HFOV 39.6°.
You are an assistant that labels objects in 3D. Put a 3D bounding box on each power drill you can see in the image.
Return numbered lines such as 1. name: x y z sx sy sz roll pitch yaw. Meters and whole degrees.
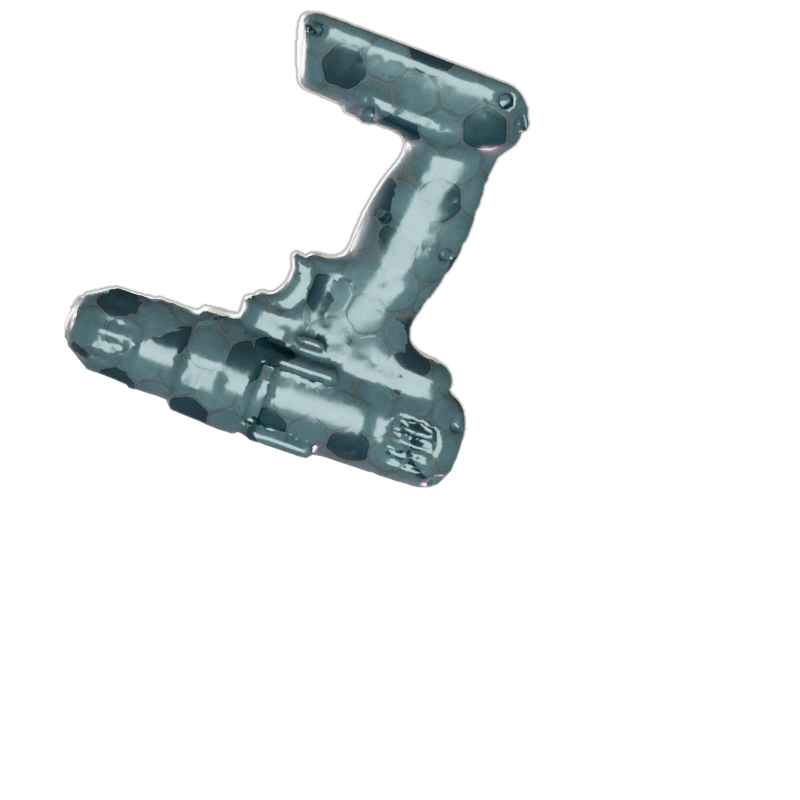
1. power drill: -0.038 -0.070 0.488 0.183 0.184 0.059 19 10 -4
